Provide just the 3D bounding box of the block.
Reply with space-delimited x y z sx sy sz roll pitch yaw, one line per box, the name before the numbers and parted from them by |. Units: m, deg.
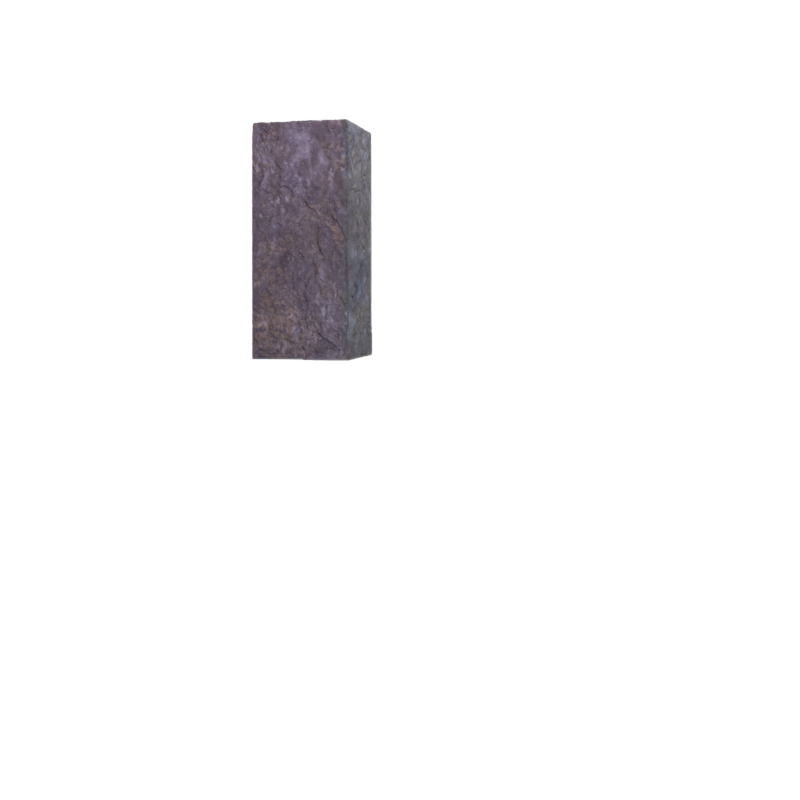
block | -0.078 -0.142 0.995 0.092 0.207 0.089 0 -1 14
